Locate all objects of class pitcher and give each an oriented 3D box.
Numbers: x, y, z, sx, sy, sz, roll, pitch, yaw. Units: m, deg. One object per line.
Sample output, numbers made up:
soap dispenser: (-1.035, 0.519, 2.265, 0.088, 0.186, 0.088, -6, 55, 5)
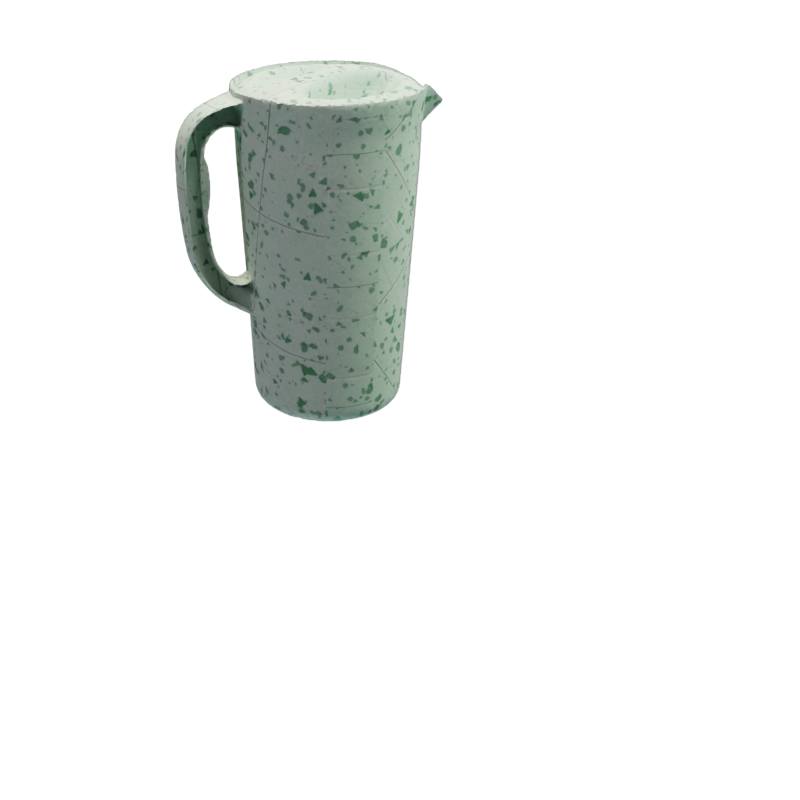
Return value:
pitcher: (-0.061, -0.111, 0.781, 0.154, 0.231, 0.148, 10, 25, 18)
